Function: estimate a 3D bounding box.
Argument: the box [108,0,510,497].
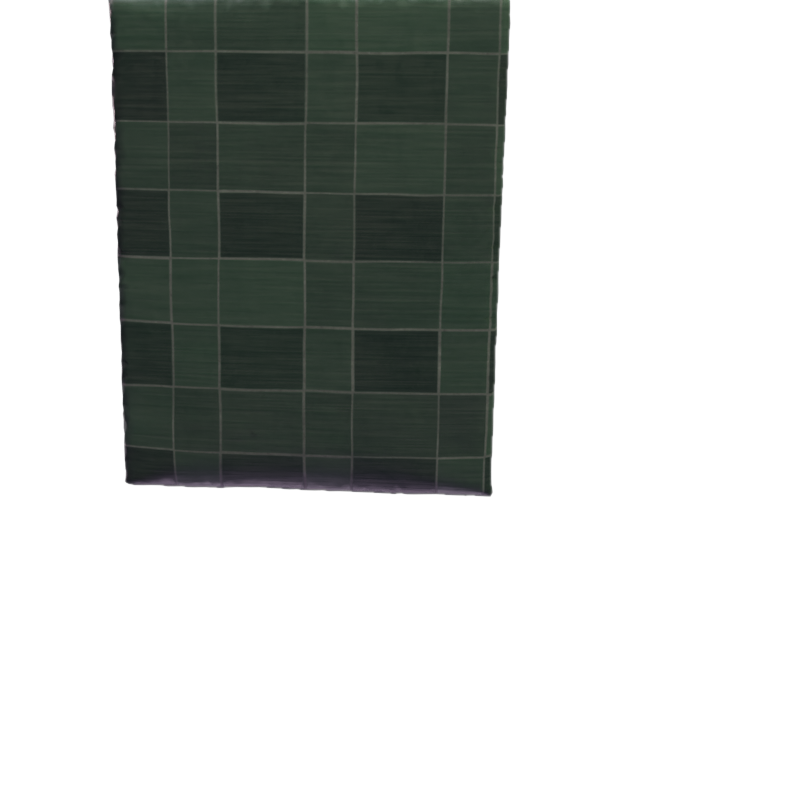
[{"bbox_3d":[-0.039,-0.070,0.494,0.165,0.208,0.073,1,12,3],"label":"box"}]
